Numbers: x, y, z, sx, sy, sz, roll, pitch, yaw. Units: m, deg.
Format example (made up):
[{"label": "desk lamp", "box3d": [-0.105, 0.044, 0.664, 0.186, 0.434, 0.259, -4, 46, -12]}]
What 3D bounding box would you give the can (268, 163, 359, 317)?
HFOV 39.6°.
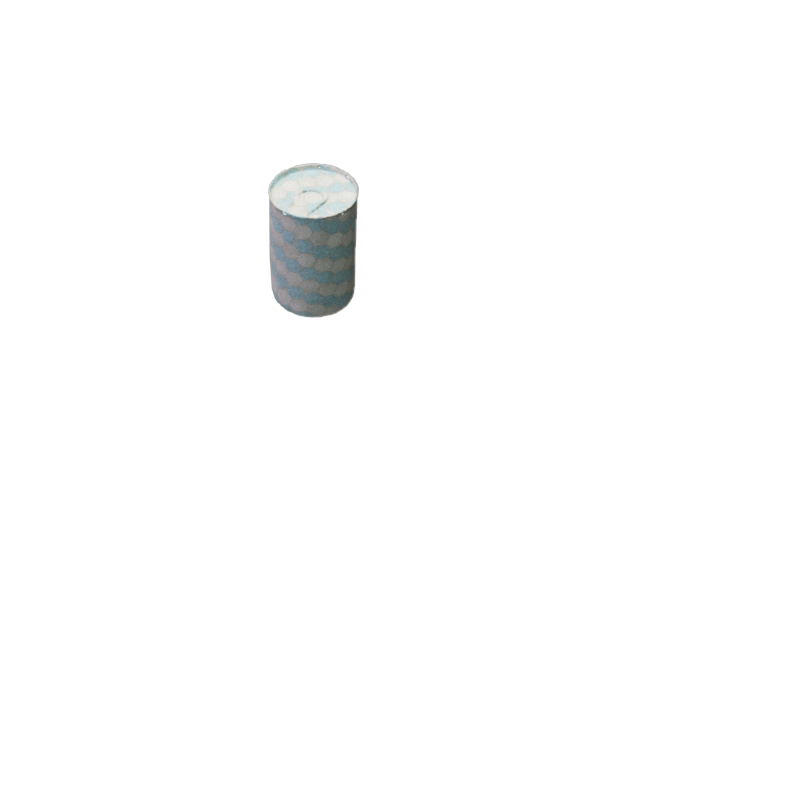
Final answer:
[{"label": "can", "box3d": [-0.067, -0.123, 0.859, 0.068, 0.095, 0.074, 0, 43, -3]}]
